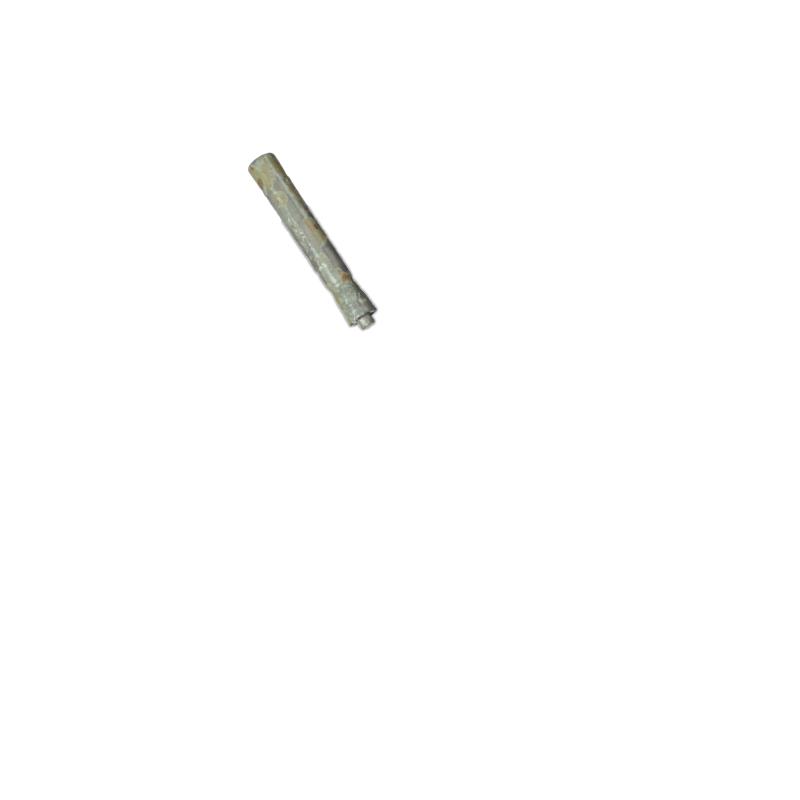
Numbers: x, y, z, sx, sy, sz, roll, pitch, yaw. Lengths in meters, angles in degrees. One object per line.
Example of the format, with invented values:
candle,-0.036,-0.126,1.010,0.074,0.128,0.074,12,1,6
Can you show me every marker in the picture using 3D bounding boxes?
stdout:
marker,-0.051,-0.093,0.653,0.020,0.126,0.019,-30,-15,-10
